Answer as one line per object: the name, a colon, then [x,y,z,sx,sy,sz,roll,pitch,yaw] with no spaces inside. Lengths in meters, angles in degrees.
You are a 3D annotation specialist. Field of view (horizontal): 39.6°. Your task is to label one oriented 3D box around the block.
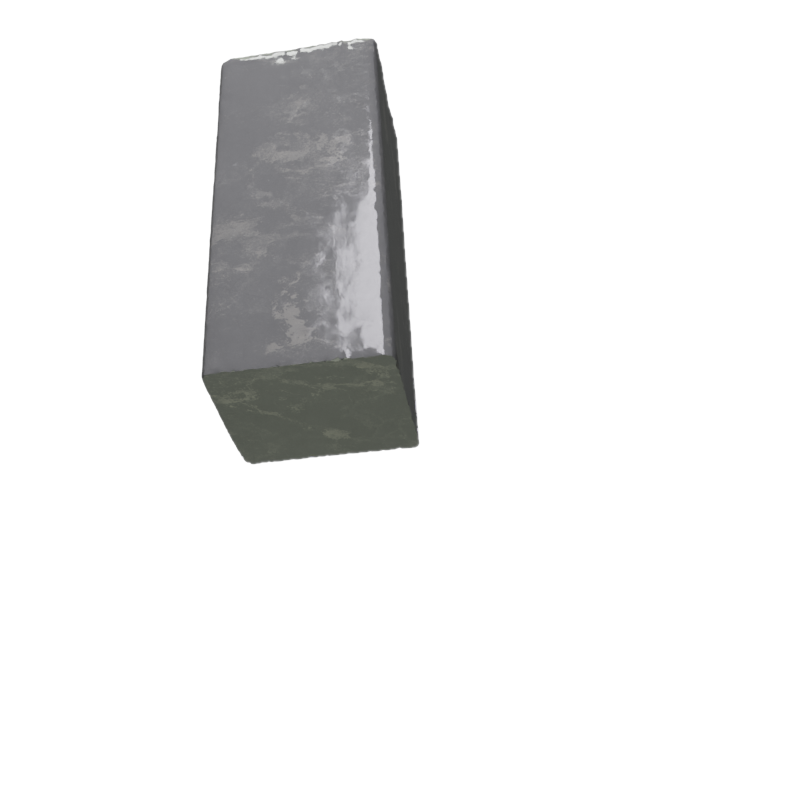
block: [-0.046,-0.084,0.584,0.091,0.221,0.083,-8,-35,7]
